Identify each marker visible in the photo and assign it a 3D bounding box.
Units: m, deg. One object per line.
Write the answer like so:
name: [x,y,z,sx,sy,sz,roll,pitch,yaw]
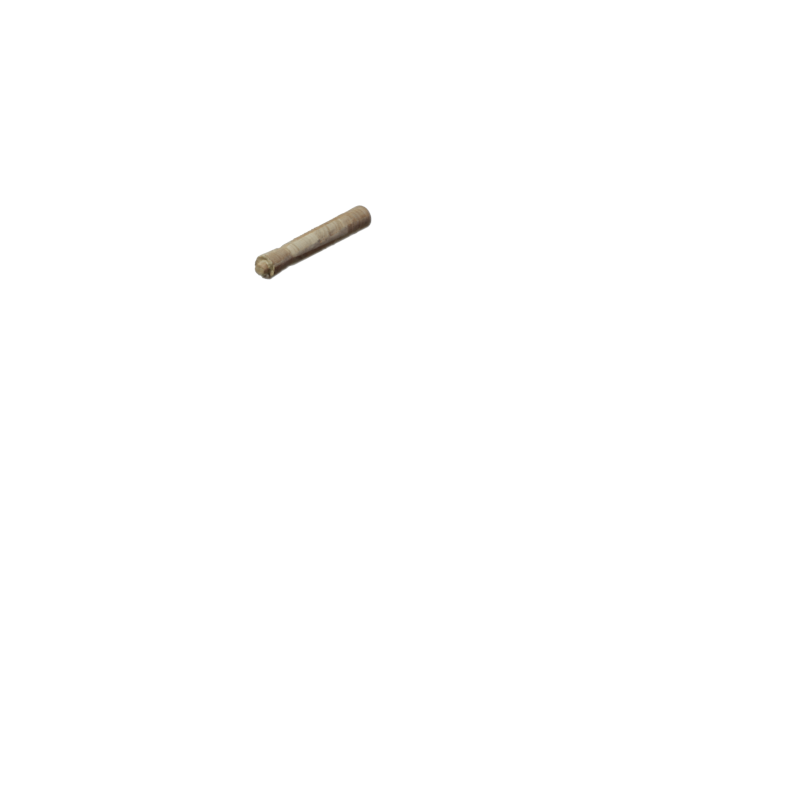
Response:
marker: [-0.065,-0.118,0.825,0.021,0.019,0.121,3,27,39]
